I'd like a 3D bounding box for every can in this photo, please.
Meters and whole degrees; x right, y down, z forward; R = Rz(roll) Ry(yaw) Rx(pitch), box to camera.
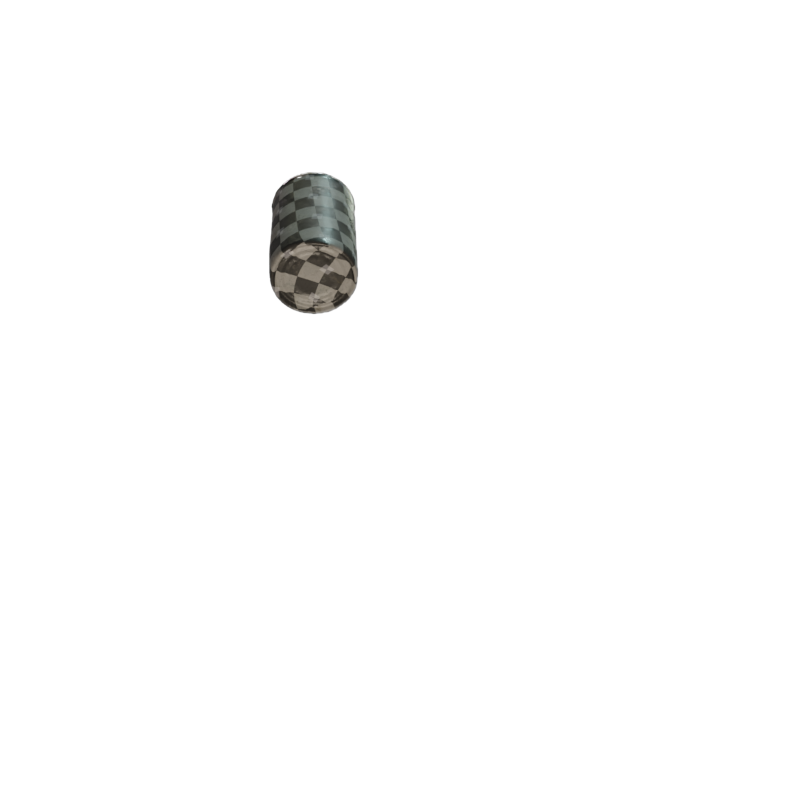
[{"bbox_3d":[-0.067,-0.123,0.862,0.068,0.064,0.109,-1,38,-3],"label":"can"}]
